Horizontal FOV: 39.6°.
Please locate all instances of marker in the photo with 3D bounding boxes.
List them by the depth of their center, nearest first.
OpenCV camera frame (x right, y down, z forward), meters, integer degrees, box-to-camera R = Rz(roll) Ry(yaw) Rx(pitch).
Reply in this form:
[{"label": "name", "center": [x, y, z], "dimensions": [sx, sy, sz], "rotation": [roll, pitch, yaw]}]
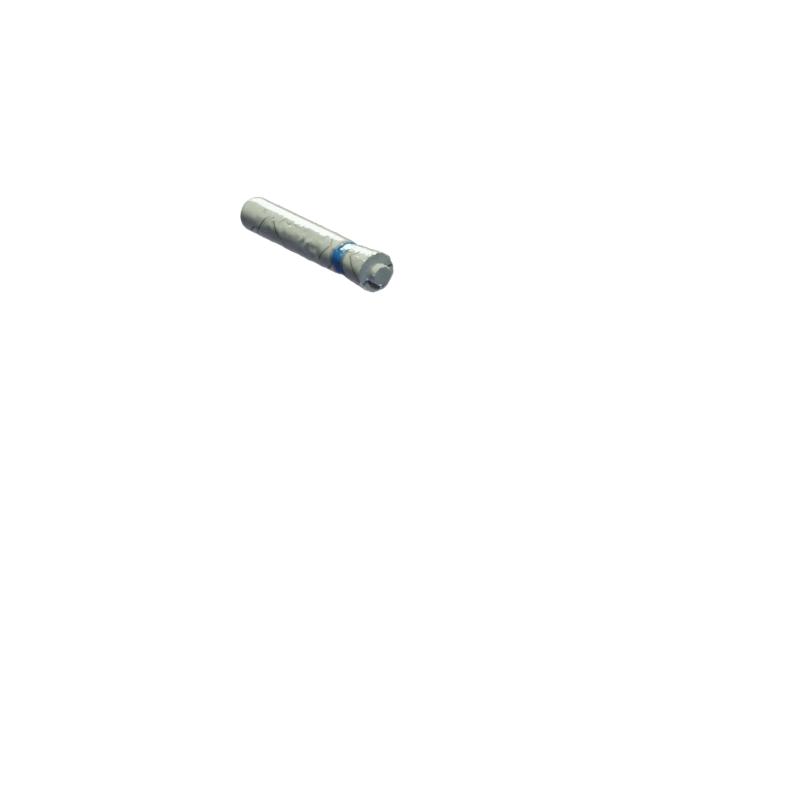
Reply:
[{"label": "marker", "center": [-0.042, -0.077, 0.540], "dimensions": [0.019, 0.019, 0.129], "rotation": [-3, 22, -34]}]
